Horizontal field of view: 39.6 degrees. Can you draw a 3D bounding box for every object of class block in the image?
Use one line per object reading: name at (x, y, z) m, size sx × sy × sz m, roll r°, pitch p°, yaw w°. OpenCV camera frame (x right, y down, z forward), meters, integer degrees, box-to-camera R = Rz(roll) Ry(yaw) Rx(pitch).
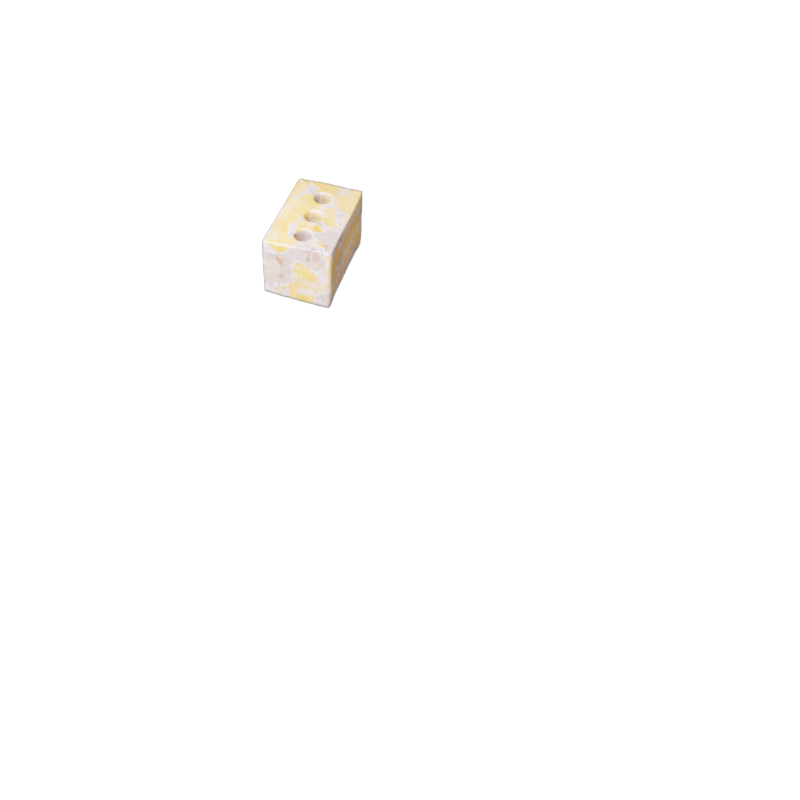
block at (-0.064, -0.116, 0.815) m, size 0.054 × 0.048 × 0.082 m, roll 13°, pitch 46°, yaw 10°
